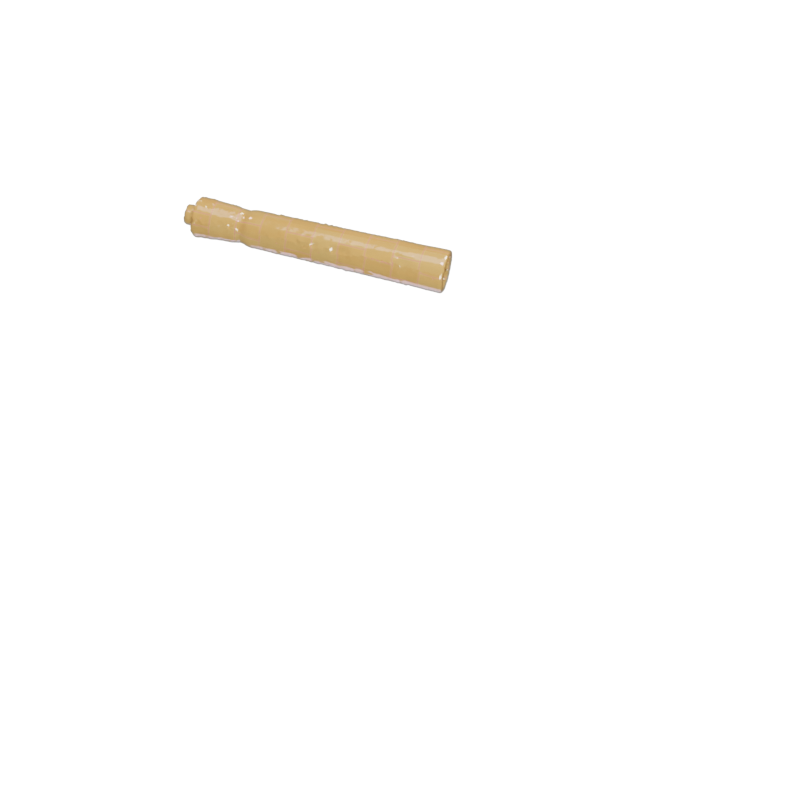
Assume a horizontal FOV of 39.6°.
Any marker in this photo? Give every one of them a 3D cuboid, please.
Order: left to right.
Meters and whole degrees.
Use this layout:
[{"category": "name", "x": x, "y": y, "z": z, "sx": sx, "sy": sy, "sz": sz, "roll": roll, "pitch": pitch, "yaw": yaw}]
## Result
[{"category": "marker", "x": -0.038, "y": -0.070, "z": 0.488, "sx": 0.124, "sy": 0.020, "sz": 0.019, "roll": 15, "pitch": 7, "yaw": 14}]
